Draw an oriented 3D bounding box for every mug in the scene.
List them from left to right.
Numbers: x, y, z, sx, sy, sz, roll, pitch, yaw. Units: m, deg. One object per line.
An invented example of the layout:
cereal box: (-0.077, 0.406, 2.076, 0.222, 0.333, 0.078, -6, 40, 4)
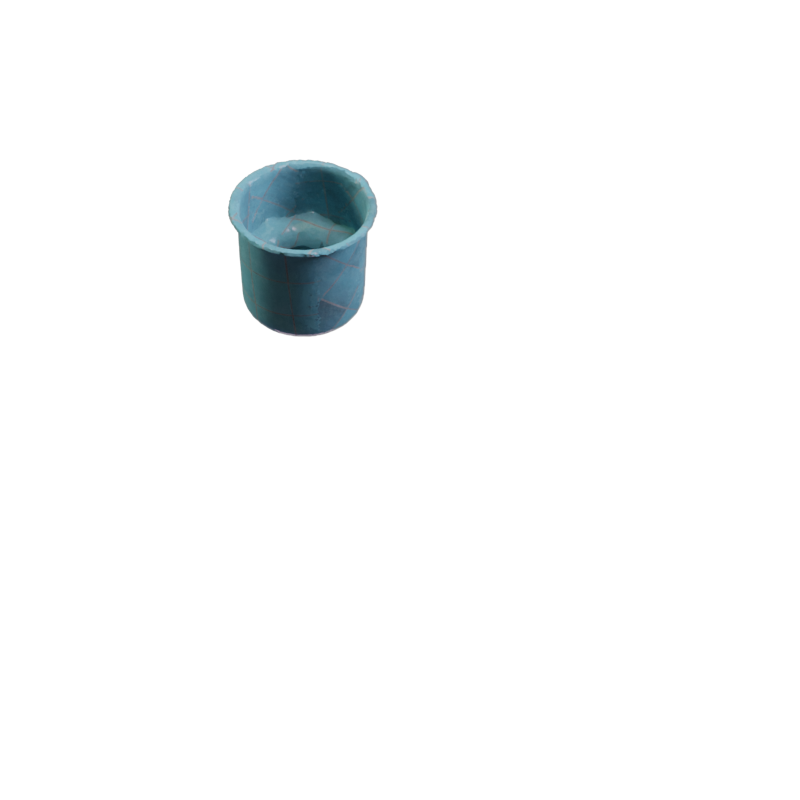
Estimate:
mug: (-0.057, -0.103, 0.724, 0.097, 0.076, 0.120, 24, 50, 20)
